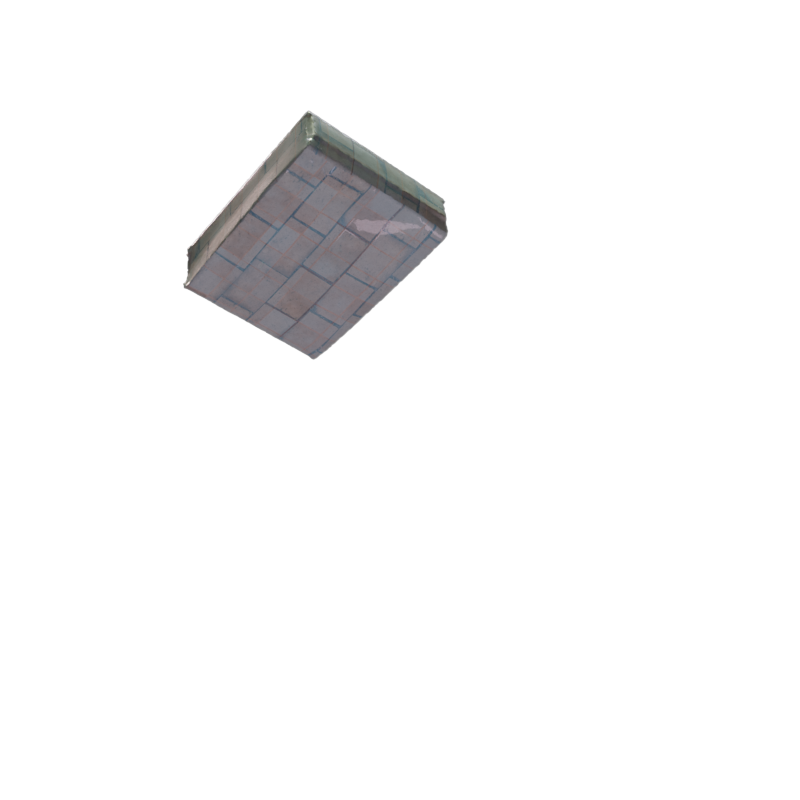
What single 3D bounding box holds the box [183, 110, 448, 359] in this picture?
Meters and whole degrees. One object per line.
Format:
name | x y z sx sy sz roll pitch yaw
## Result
box | -0.045 -0.082 0.574 0.085 0.042 0.111 32 -59 -24
